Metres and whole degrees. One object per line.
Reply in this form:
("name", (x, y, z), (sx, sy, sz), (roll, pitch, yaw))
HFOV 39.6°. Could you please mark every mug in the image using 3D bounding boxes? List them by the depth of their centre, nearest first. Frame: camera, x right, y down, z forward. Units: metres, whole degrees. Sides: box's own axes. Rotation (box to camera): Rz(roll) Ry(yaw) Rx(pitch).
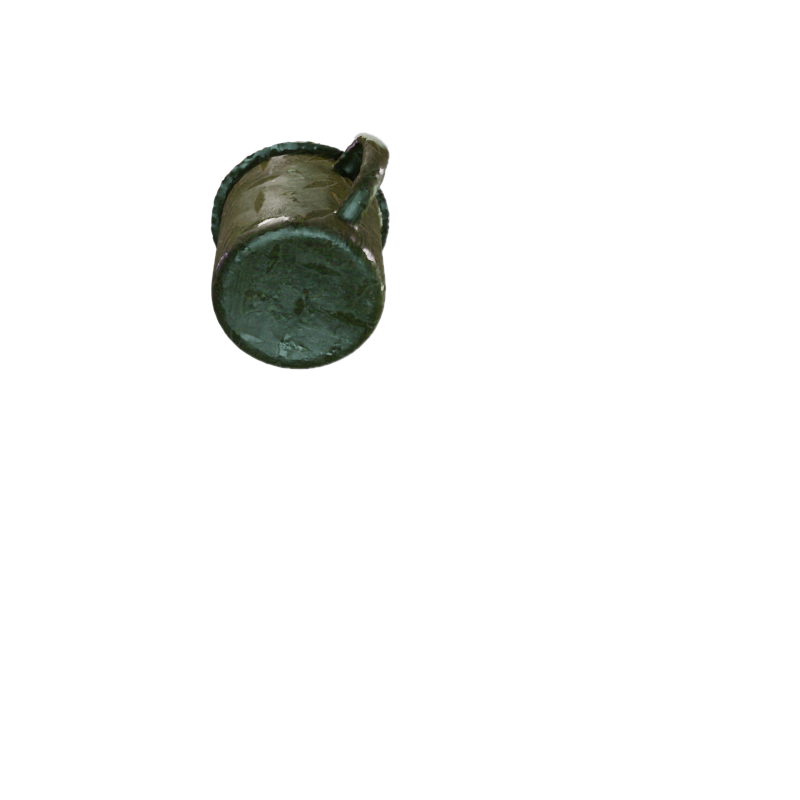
("mug", (-0.042, -0.077, 0.539), (0.089, 0.115, 0.087), (32, 25, -20))
